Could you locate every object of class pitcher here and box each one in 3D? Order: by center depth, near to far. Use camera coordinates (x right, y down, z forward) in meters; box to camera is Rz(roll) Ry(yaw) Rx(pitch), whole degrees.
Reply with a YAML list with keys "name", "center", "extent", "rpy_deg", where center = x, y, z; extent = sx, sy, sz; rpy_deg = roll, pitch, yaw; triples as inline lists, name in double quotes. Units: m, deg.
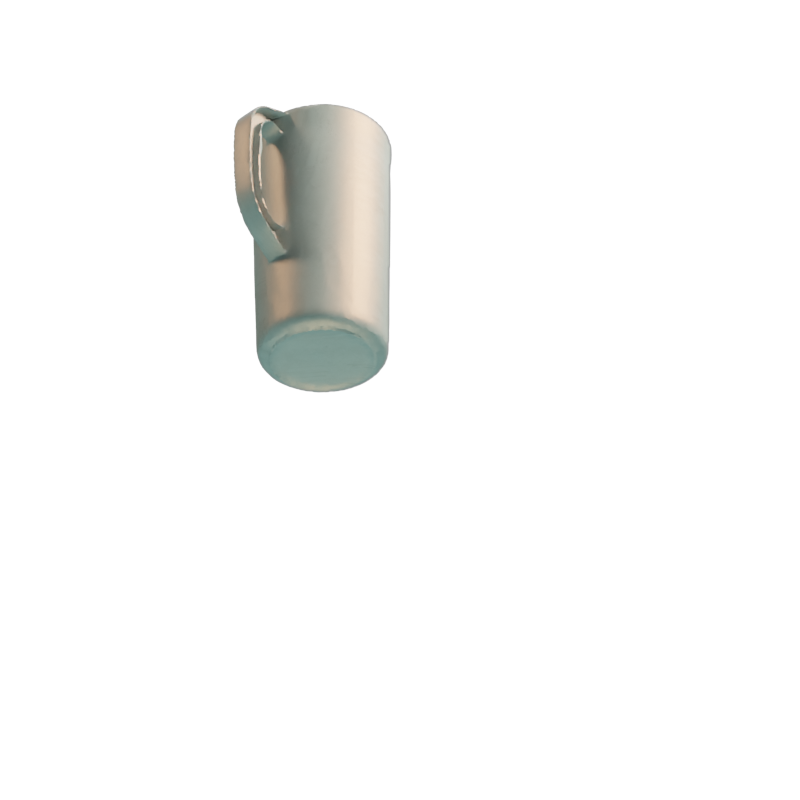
- name: "pitcher"
  center: [-0.076, -0.138, 0.968]
  extent: [0.148, 0.261, 0.136]
  rpy_deg: [3, -38, -7]
